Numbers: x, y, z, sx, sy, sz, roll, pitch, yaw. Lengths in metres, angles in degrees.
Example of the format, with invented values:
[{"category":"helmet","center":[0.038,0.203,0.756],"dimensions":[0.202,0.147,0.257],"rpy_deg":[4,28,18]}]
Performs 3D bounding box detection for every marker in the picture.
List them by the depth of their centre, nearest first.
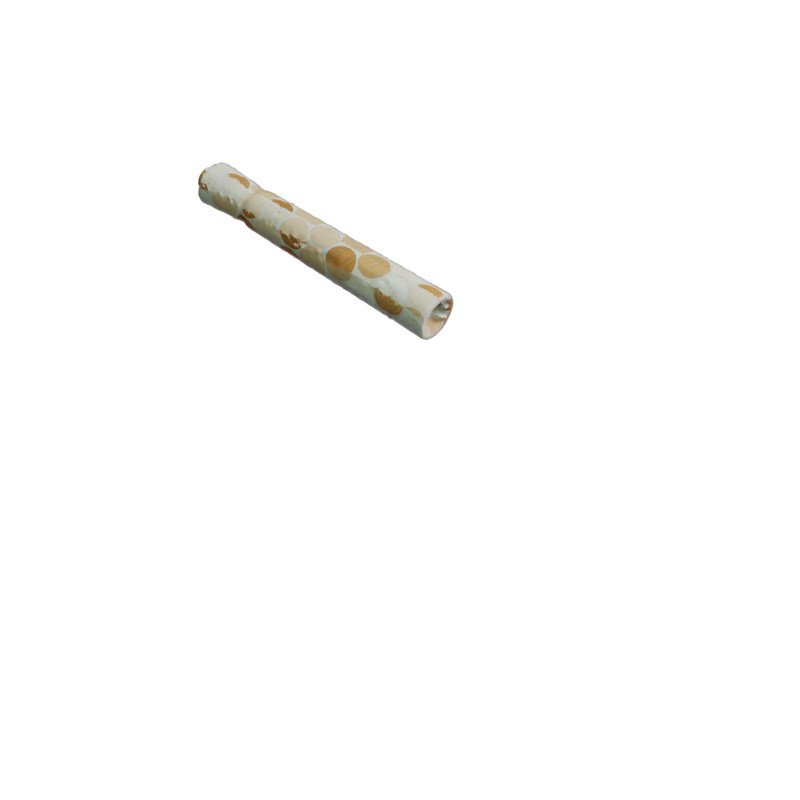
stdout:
[{"category":"marker","center":[-0.033,-0.060,0.422],"dimensions":[0.129,0.019,0.019],"rpy_deg":[34,21,29]}]
